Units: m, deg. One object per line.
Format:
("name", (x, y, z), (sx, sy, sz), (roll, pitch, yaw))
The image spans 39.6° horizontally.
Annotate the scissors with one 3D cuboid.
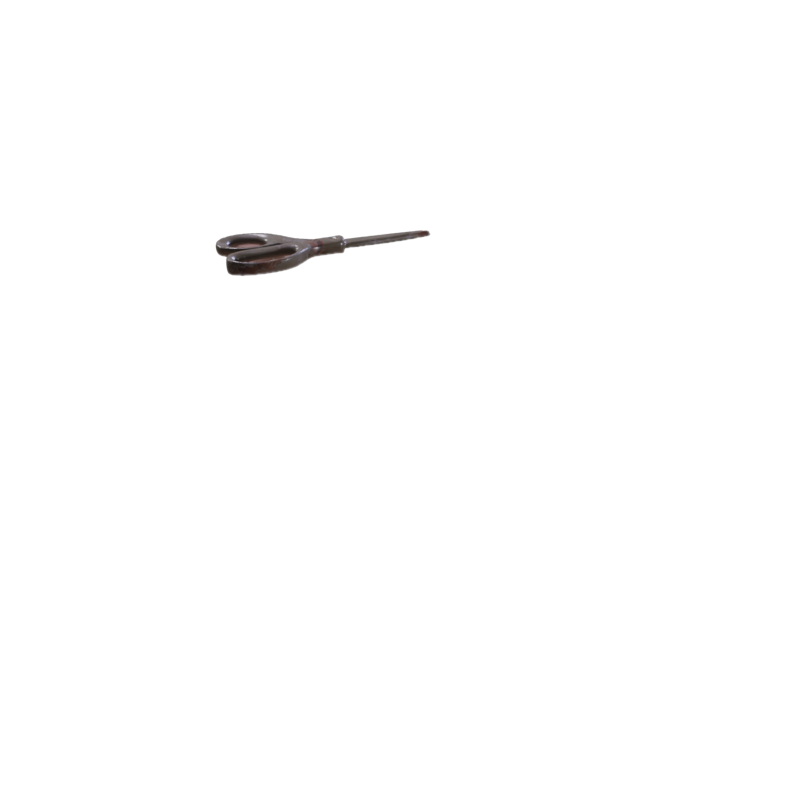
("scissors", (-0.078, -0.142, 0.997), (0.198, 0.015, 0.102), (-19, 30, -37))
